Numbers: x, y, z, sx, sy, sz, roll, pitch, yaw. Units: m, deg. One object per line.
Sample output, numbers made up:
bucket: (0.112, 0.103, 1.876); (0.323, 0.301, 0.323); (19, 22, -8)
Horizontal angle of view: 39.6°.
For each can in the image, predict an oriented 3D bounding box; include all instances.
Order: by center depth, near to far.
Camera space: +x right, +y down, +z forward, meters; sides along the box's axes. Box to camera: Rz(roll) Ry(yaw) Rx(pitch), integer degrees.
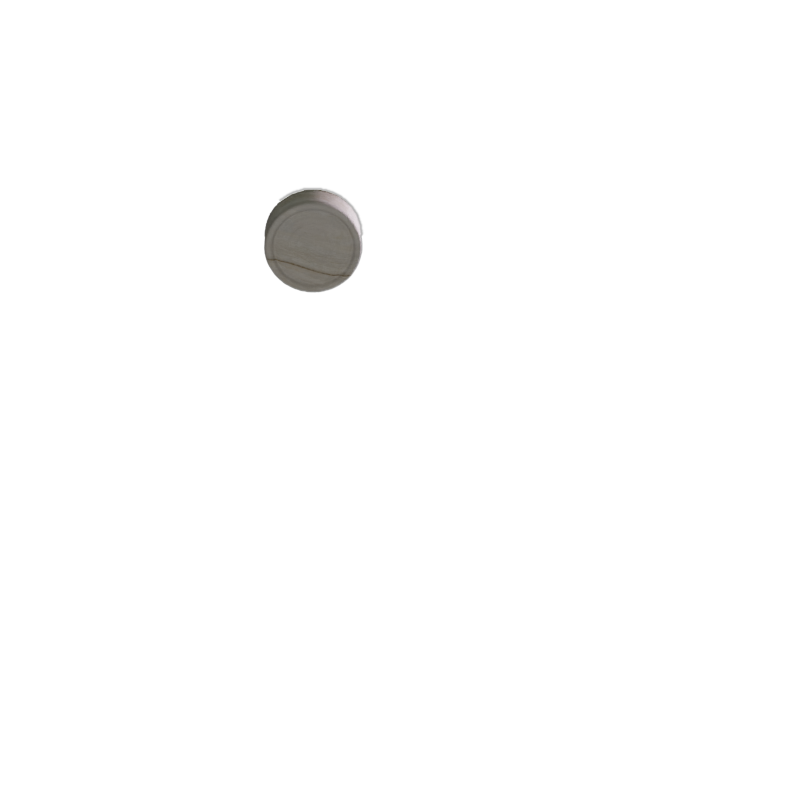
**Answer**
can: (-0.075, -0.137, 0.960); (0.086, 0.082, 0.035); (1, 24, -1)
